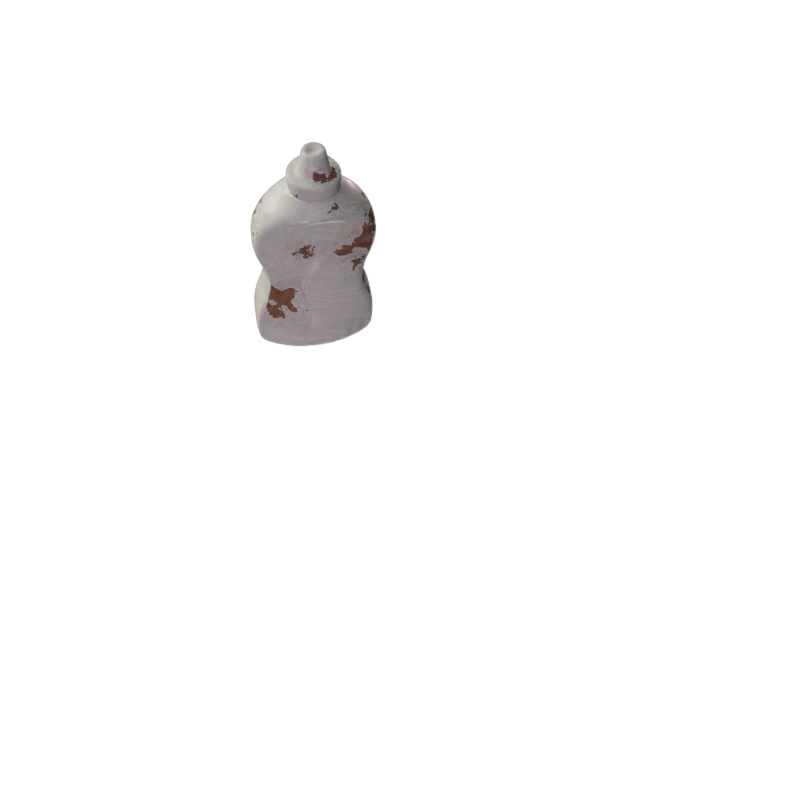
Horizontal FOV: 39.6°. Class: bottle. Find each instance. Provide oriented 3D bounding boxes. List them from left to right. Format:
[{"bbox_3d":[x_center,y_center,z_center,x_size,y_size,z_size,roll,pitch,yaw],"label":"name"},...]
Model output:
[{"bbox_3d":[-0.067,-0.123,0.862,0.095,0.063,0.179,-5,-40,-8],"label":"bottle"}]
